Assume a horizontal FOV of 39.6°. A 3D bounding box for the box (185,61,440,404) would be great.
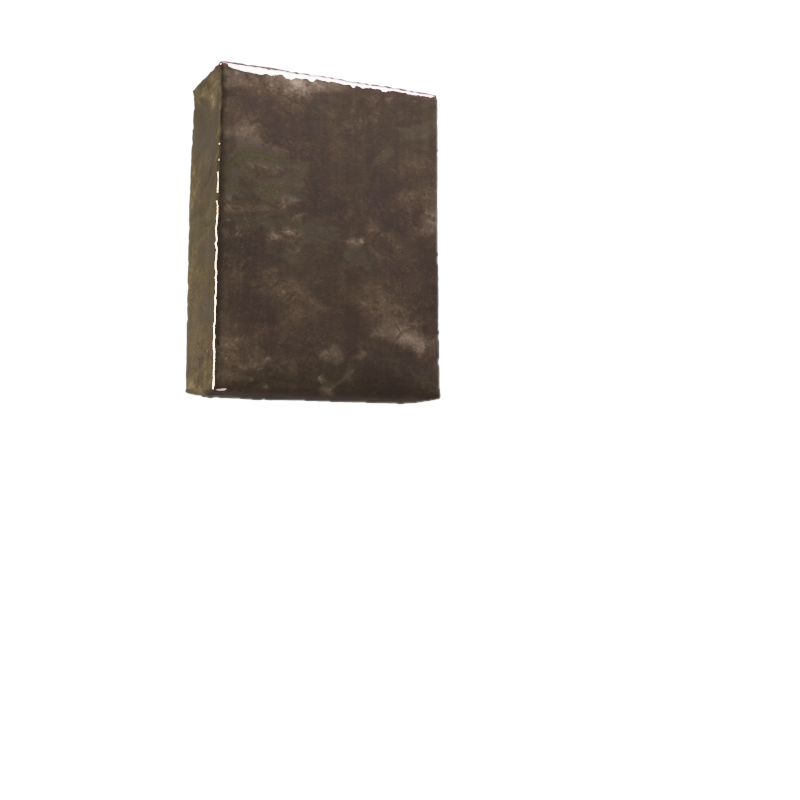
[{"bbox_3d":[-0.059,-0.107,0.752,0.158,0.220,0.072,4,-11,-26],"label":"box"}]
